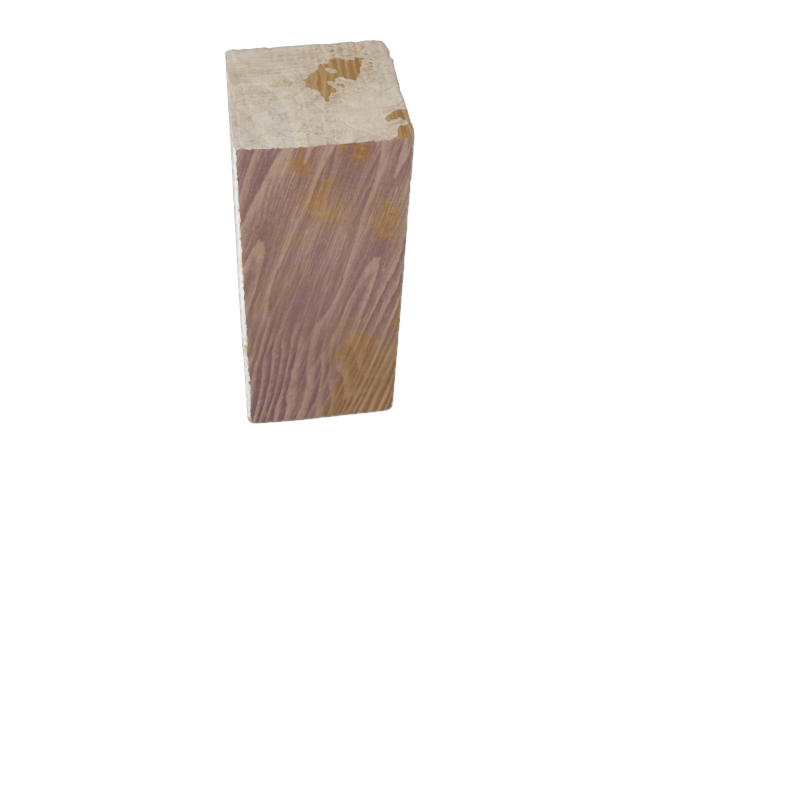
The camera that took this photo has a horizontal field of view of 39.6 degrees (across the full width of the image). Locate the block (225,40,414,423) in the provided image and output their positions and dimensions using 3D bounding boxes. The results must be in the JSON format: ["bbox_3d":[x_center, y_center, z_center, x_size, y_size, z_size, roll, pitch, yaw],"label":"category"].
[{"bbox_3d":[-0.049,-0.090,0.629,0.089,0.098,0.192,-4,-44,-8],"label":"block"}]
